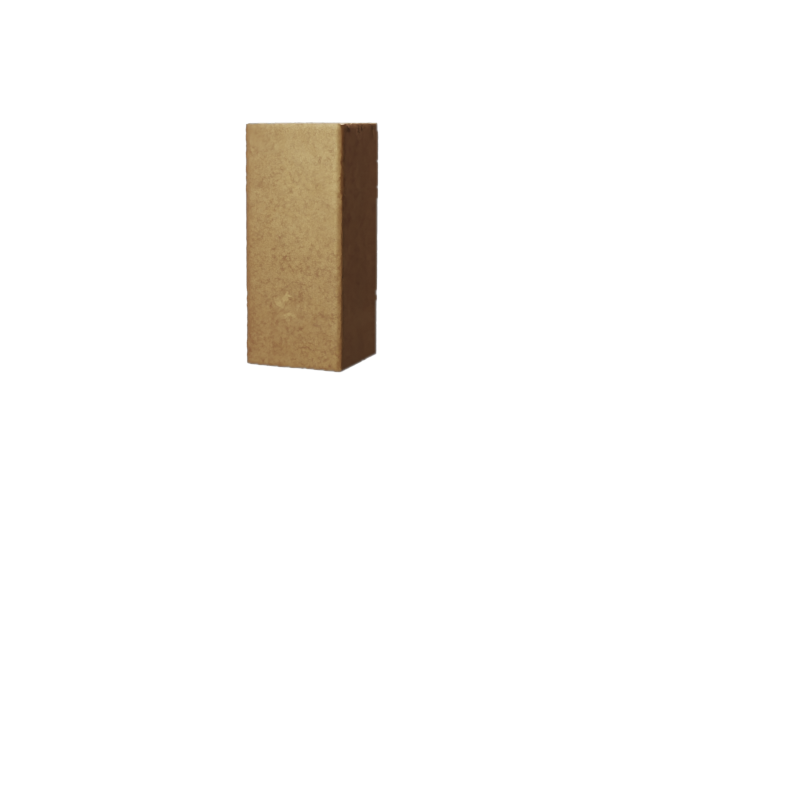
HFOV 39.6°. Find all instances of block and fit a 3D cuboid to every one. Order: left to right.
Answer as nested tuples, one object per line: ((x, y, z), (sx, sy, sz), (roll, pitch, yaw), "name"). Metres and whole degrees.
((-0.075, -0.137, 0.962), (0.093, 0.203, 0.089), (3, 8, 22), "block")
